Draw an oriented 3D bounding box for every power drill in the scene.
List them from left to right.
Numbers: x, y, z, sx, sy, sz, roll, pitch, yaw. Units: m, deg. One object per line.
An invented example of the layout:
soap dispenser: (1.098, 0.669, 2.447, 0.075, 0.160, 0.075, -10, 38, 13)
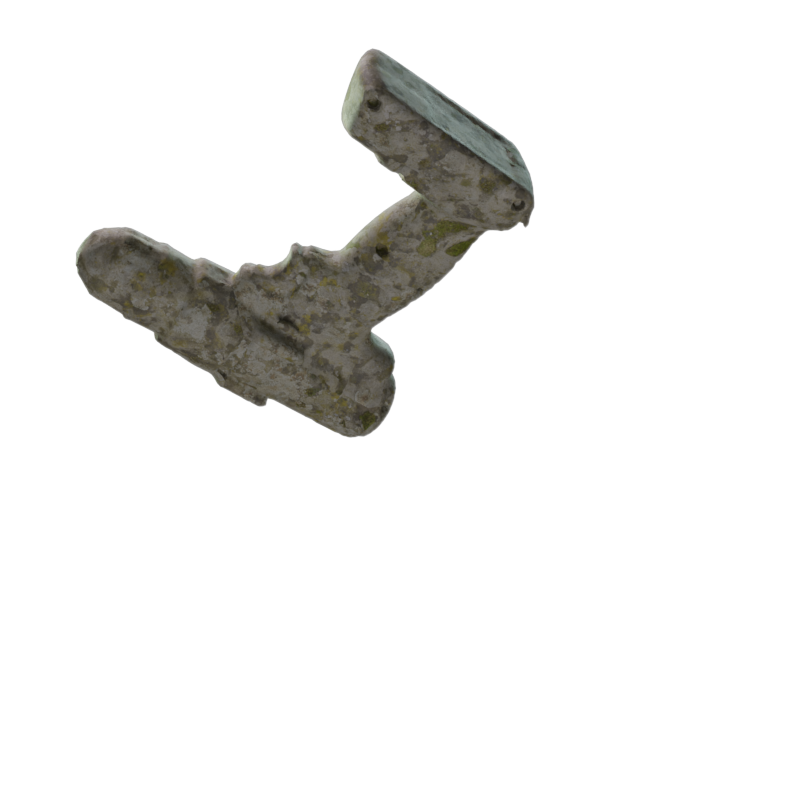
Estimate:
power drill: (-0.043, -0.078, 0.545, 0.176, 0.183, 0.061, 30, 32, -22)
